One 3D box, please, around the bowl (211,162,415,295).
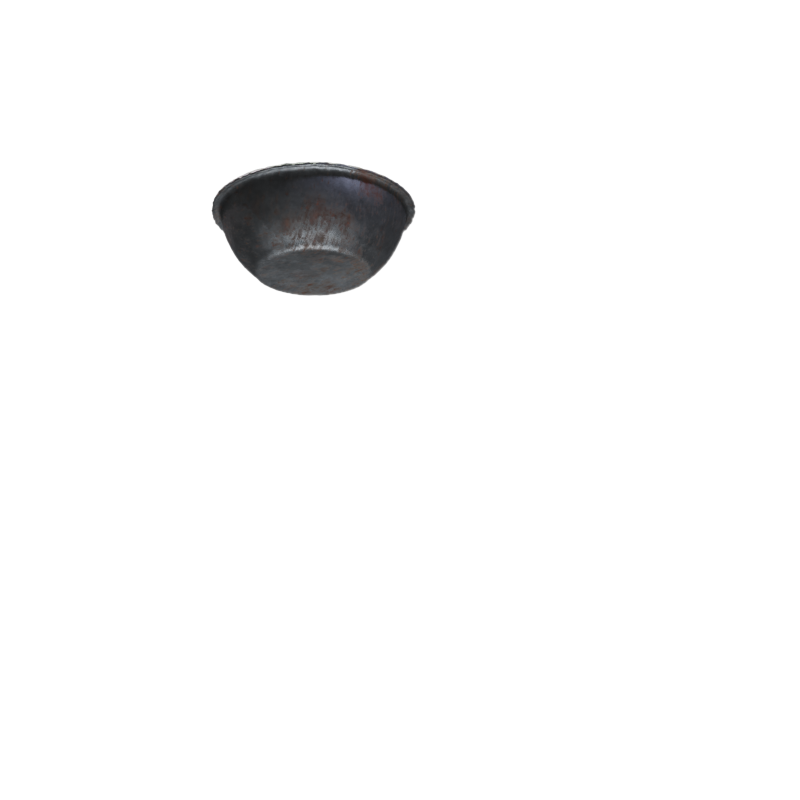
[{"bbox_3d":[-0.068,-0.124,0.869,0.162,0.058,0.154,0,-19,-2],"label":"bowl"}]
